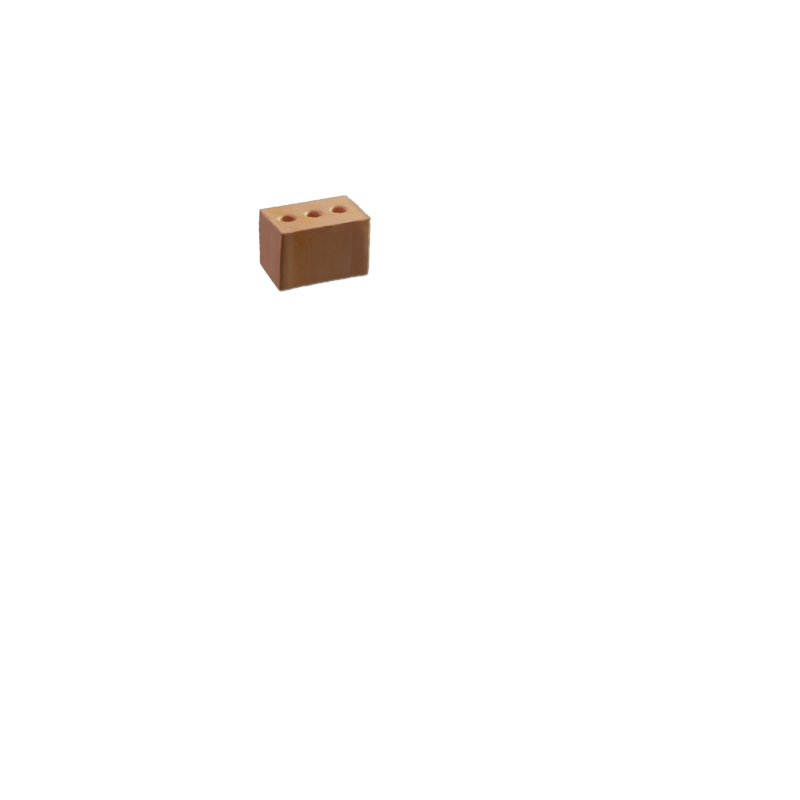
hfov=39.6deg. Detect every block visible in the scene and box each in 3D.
[{"bbox_3d":[-0.069,-0.127,0.887,0.077,0.048,0.057,-13,33,-21],"label":"block"}]
